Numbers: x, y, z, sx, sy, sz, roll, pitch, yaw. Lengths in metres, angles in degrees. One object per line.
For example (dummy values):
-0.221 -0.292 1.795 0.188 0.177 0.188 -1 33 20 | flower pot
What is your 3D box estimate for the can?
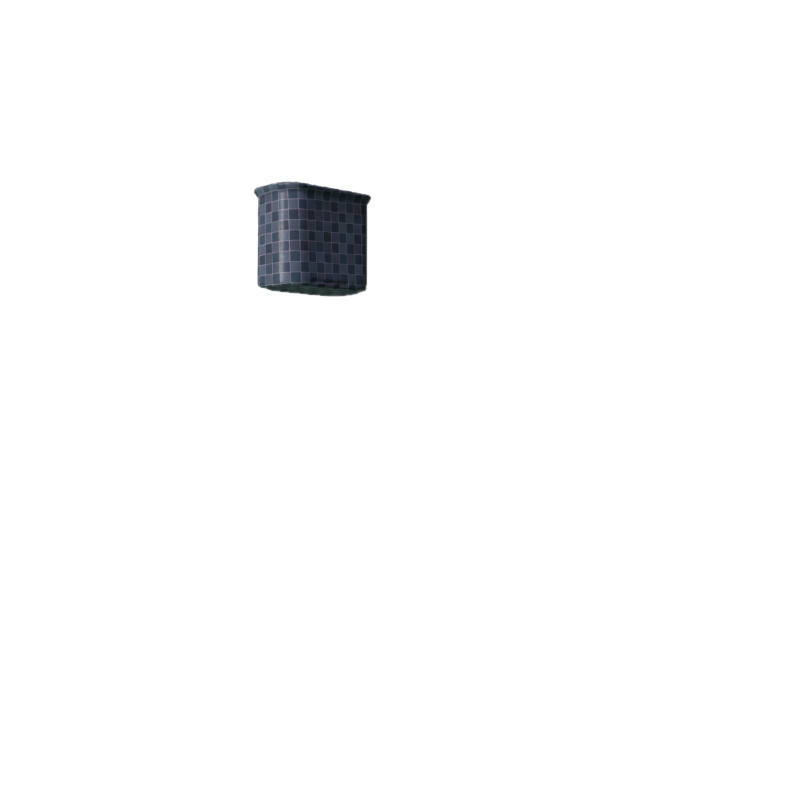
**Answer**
-0.073 -0.133 0.931 0.097 0.085 0.059 4 -7 -43 | can
